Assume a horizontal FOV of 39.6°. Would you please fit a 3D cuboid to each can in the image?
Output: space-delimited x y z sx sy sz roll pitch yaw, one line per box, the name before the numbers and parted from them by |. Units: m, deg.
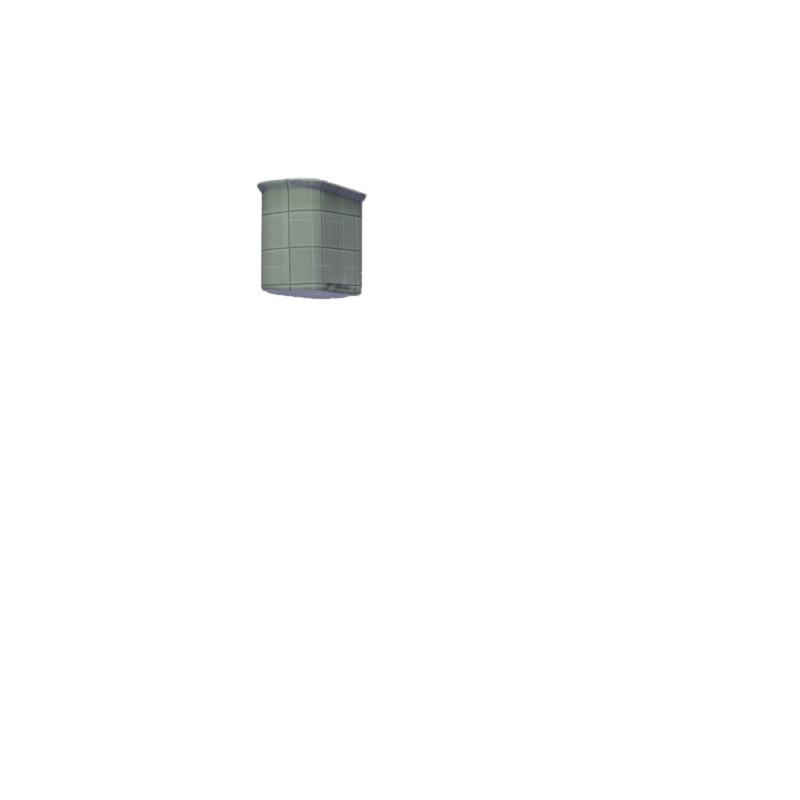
can | -0.068 -0.123 0.864 0.059 0.085 0.098 -2 -3 26
